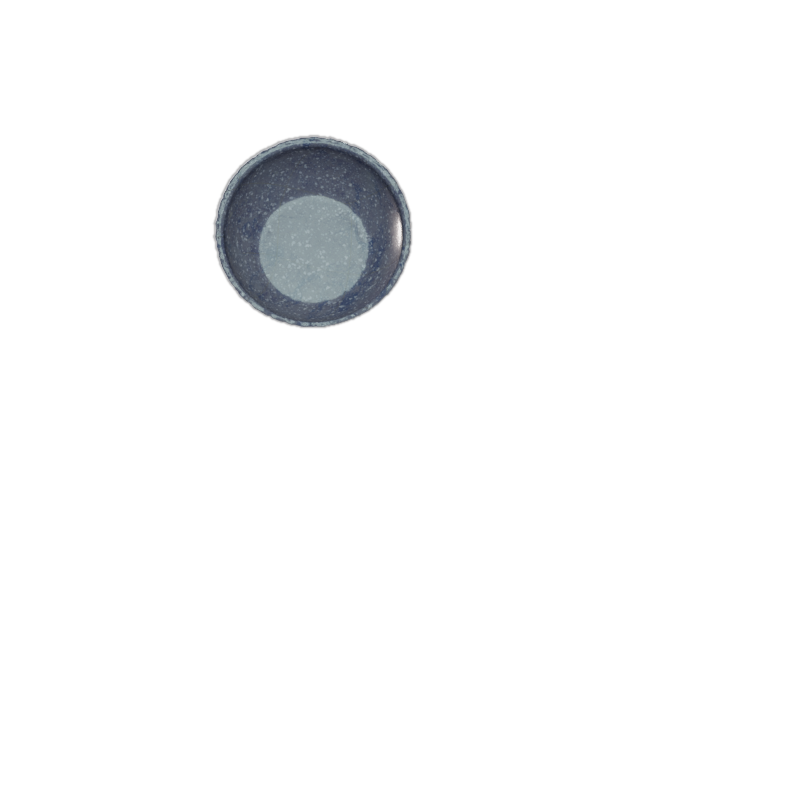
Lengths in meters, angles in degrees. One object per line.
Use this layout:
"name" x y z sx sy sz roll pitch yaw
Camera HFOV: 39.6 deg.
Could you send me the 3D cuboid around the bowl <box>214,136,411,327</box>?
"bowl" -0.069 -0.127 0.886 0.162 0.156 0.057 0 16 -1
